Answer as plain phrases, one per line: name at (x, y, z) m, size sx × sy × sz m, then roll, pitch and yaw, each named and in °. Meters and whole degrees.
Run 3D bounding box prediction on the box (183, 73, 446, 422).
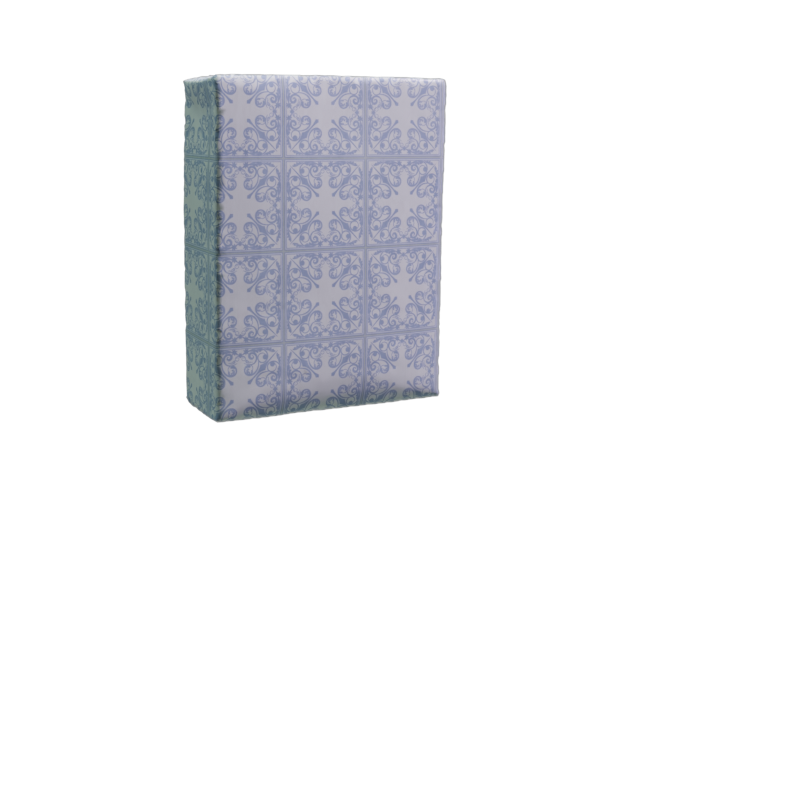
box at (-0.057, -0.104, 0.727) m, size 0.160 × 0.210 × 0.075 m, roll -4°, pitch 8°, yaw -27°
